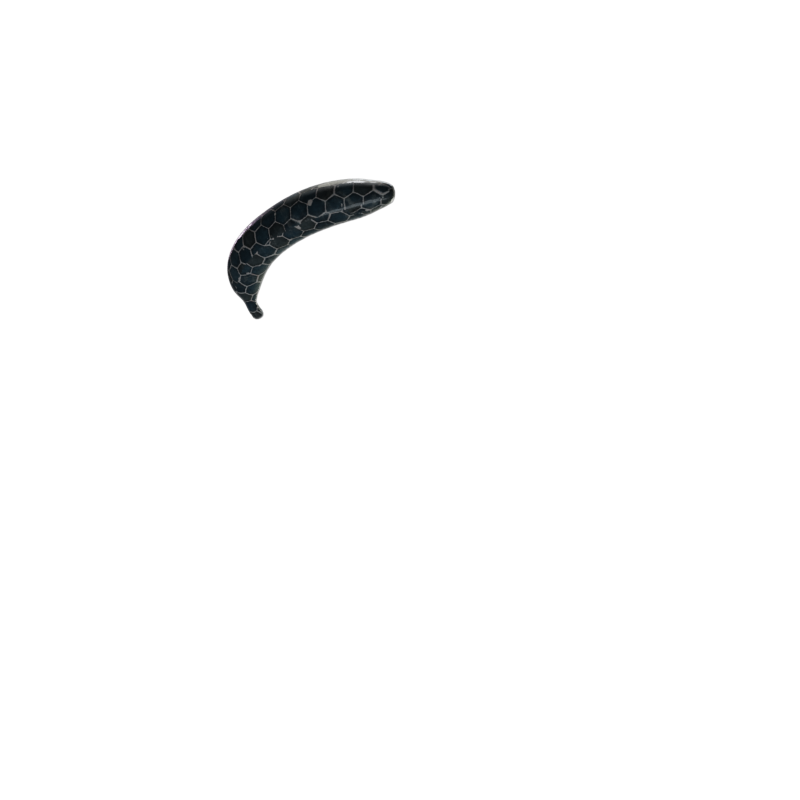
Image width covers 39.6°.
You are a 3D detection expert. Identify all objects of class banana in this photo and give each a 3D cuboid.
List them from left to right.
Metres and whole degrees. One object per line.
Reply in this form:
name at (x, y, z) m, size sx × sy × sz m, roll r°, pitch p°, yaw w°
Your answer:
banana at (-0.091, -0.140, 0.941) m, size 0.066 × 0.039 × 0.195 m, roll 27°, pitch -44°, yaw -32°
